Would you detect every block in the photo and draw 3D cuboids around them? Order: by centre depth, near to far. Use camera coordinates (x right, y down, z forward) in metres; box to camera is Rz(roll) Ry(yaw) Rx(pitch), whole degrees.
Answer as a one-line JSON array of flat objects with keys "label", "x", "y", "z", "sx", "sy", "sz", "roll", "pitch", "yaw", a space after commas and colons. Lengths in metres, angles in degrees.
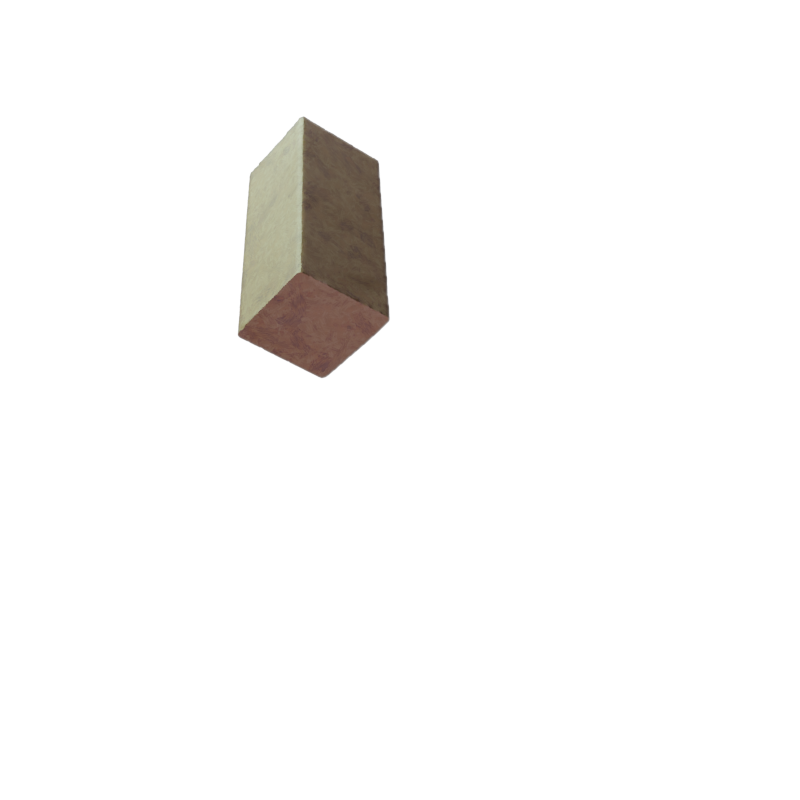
[{"label": "block", "x": -0.075, "y": -0.135, "z": 0.950, "sx": 0.086, "sy": 0.221, "sz": 0.088, "roll": 27, "pitch": -52, "yaw": -28}]
